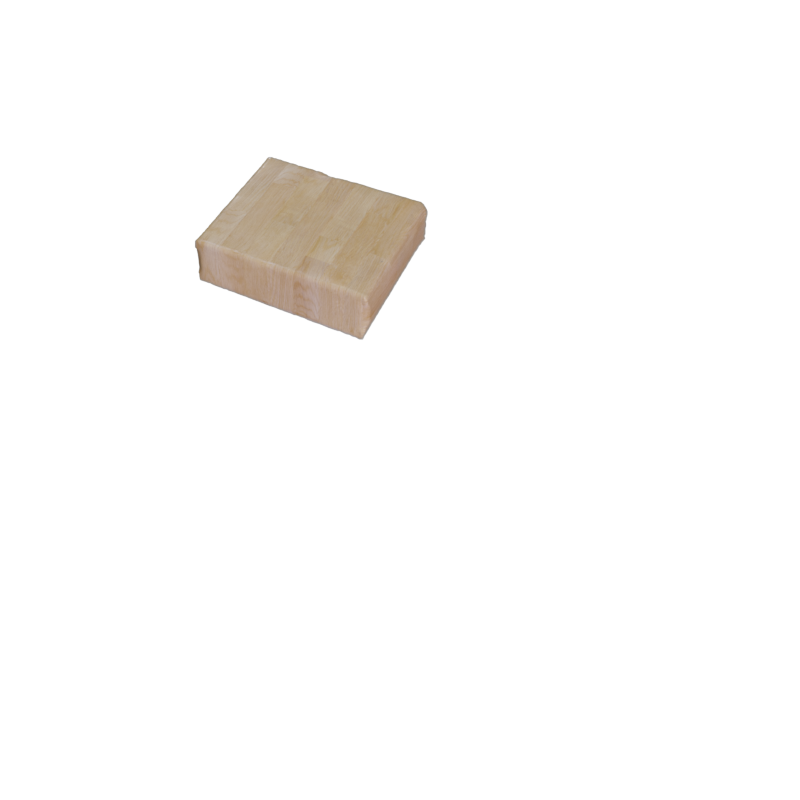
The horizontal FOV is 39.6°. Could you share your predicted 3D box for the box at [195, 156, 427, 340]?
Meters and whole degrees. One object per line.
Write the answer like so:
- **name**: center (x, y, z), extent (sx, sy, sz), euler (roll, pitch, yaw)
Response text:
- **box**: center (-0.041, -0.076, 0.531), extent (0.092, 0.028, 0.076), euler (19, 49, 17)
